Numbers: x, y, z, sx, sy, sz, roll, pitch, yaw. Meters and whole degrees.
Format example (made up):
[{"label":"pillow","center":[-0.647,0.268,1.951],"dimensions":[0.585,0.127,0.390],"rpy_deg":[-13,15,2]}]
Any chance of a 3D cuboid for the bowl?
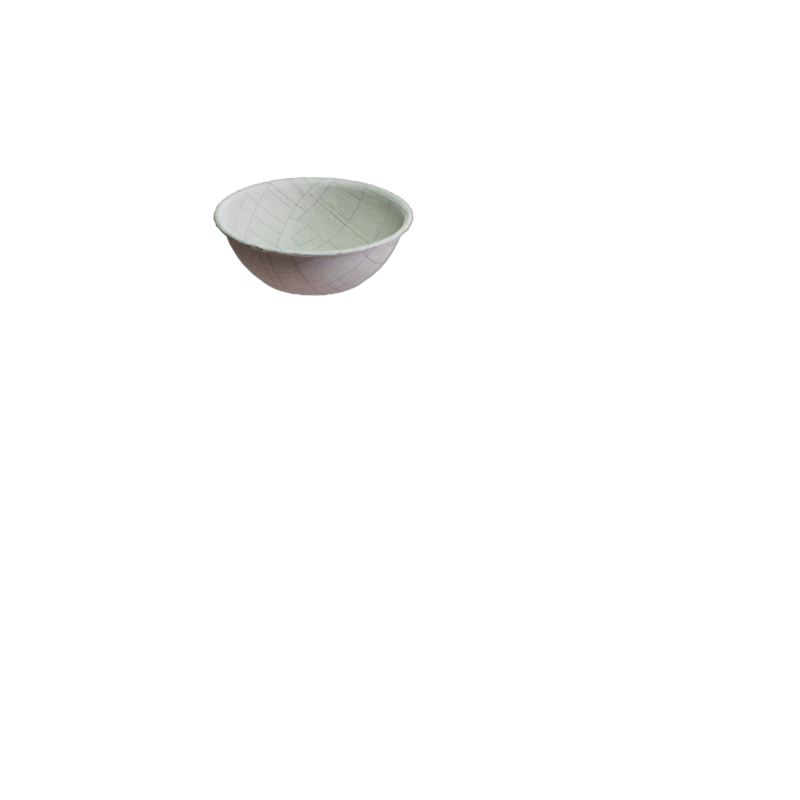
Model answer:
[{"label":"bowl","center":[-0.071,-0.129,0.906],"dimensions":[0.162,0.052,0.172],"rpy_deg":[-1,29,-2]}]
